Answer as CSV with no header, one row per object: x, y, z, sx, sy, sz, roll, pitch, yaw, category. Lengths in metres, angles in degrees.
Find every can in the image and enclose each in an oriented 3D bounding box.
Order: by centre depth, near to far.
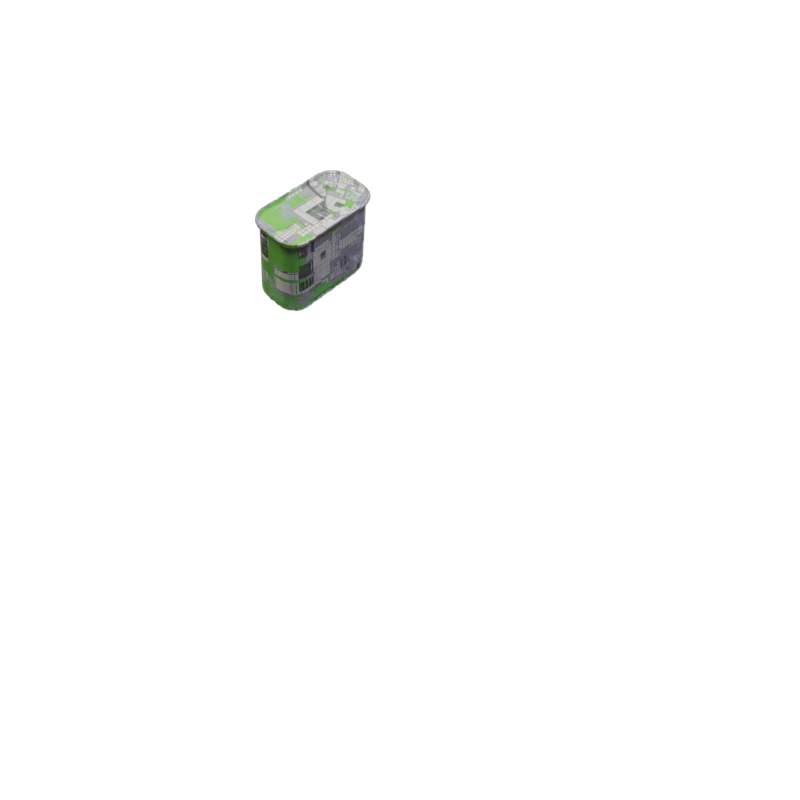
-0.075,-0.137,0.962,0.061,0.078,0.103,36,56,27,can
